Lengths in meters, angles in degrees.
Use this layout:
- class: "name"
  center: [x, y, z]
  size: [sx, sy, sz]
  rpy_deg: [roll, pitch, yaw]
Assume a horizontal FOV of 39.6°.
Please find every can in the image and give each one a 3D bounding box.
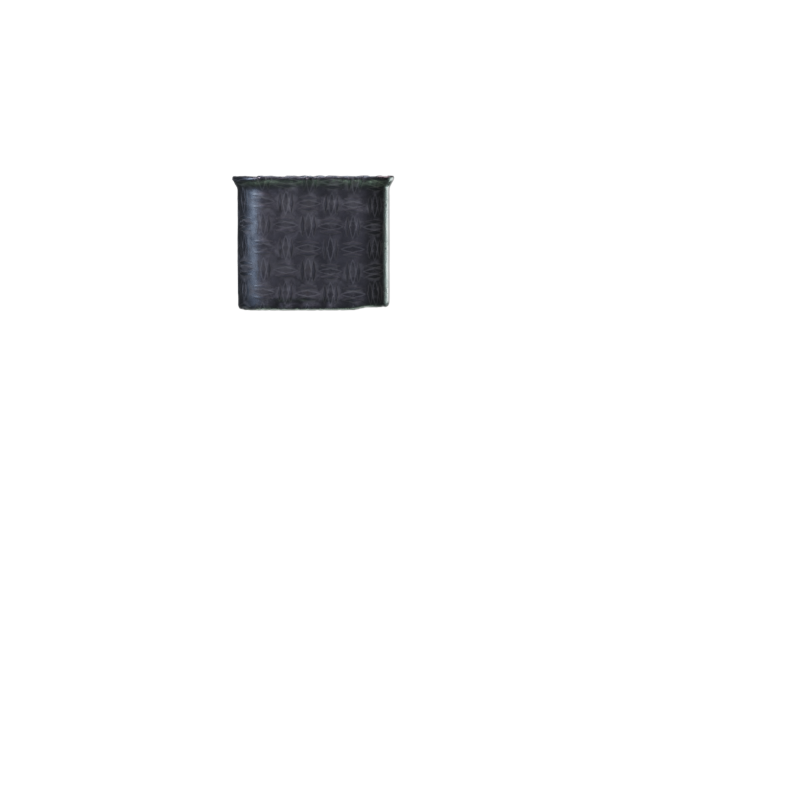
- class: "can"
  center: [-0.055, -0.101, 0.707]
  size: [0.102, 0.083, 0.058]
  rpy_deg: [0, 5, -1]
